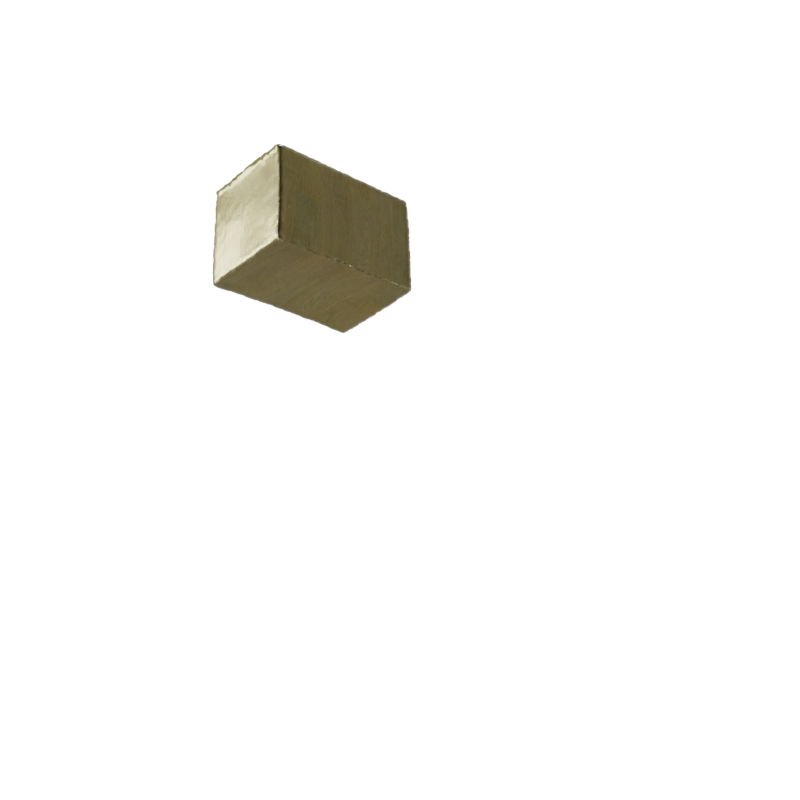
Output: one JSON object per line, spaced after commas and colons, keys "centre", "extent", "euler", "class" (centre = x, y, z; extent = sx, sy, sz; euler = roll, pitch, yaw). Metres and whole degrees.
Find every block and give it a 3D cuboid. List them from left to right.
{"centre": [-0.040, -0.073, 0.513], "extent": [0.074, 0.054, 0.052], "euler": [21, -35, -35], "class": "block"}
